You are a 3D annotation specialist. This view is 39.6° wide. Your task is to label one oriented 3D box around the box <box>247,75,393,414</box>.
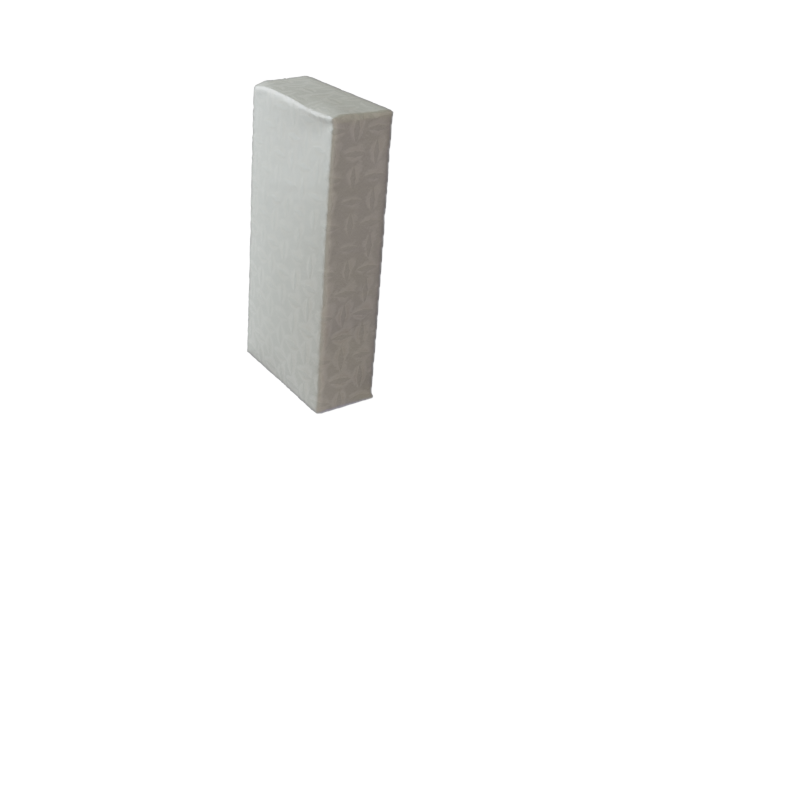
[{"bbox_3d":[-0.051,-0.092,0.645,0.047,0.168,0.100,-13,28,-30],"label":"box"}]
